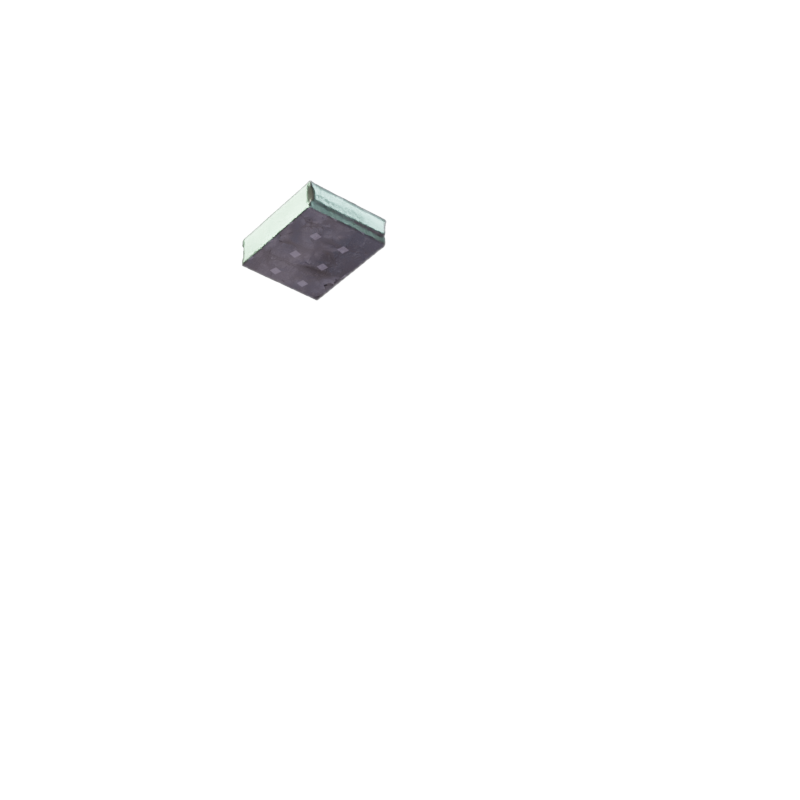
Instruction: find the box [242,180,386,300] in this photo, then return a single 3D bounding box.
[{"bbox_3d":[-0.066,-0.120,0.839,0.069,0.032,0.088,25,-42,-31],"label":"box"}]
